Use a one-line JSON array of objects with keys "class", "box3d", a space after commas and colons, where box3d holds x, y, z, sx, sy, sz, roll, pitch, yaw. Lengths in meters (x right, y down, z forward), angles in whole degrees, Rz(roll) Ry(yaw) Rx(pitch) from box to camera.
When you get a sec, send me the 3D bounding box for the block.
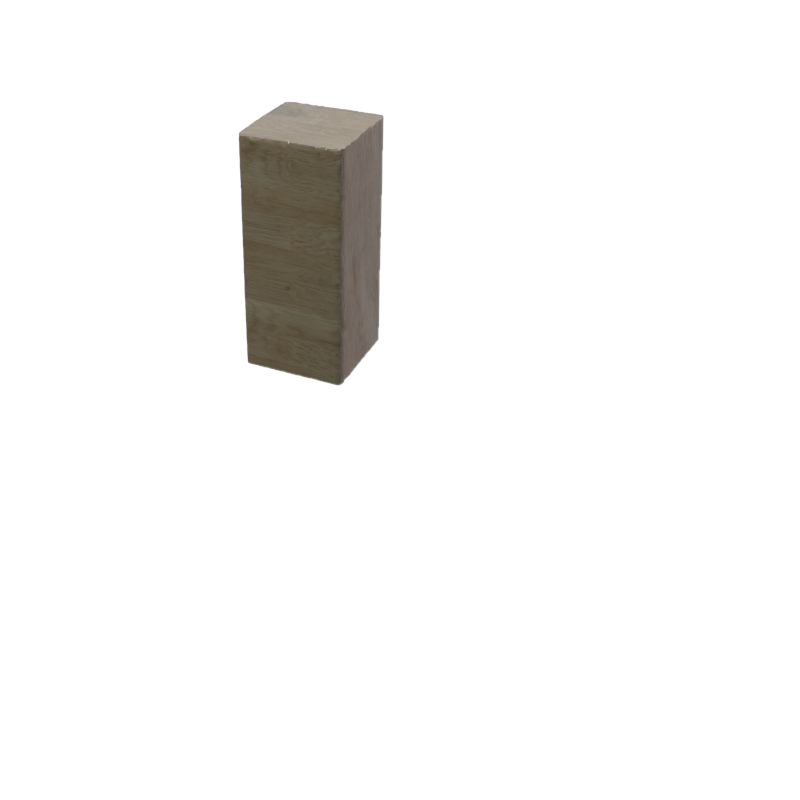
[{"class": "block", "box3d": [-0.072, -0.130, 0.912, 0.094, 0.195, 0.092, 13, 30, 19]}]
